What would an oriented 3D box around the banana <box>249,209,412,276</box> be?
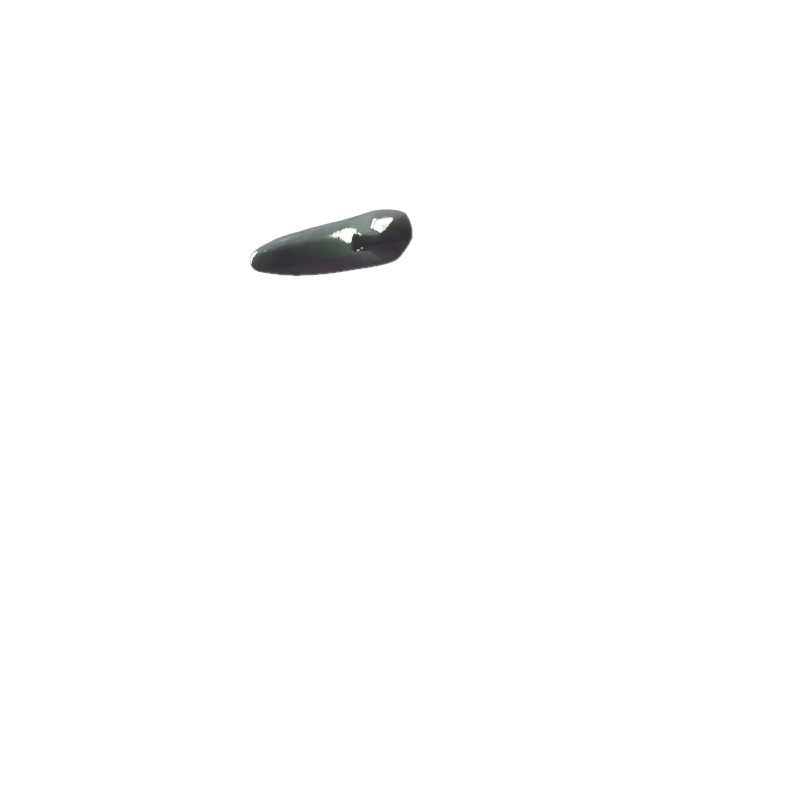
[{"bbox_3d":[-0.043,-0.111,0.780,0.067,0.037,0.202,0,0,-26],"label":"banana"}]
